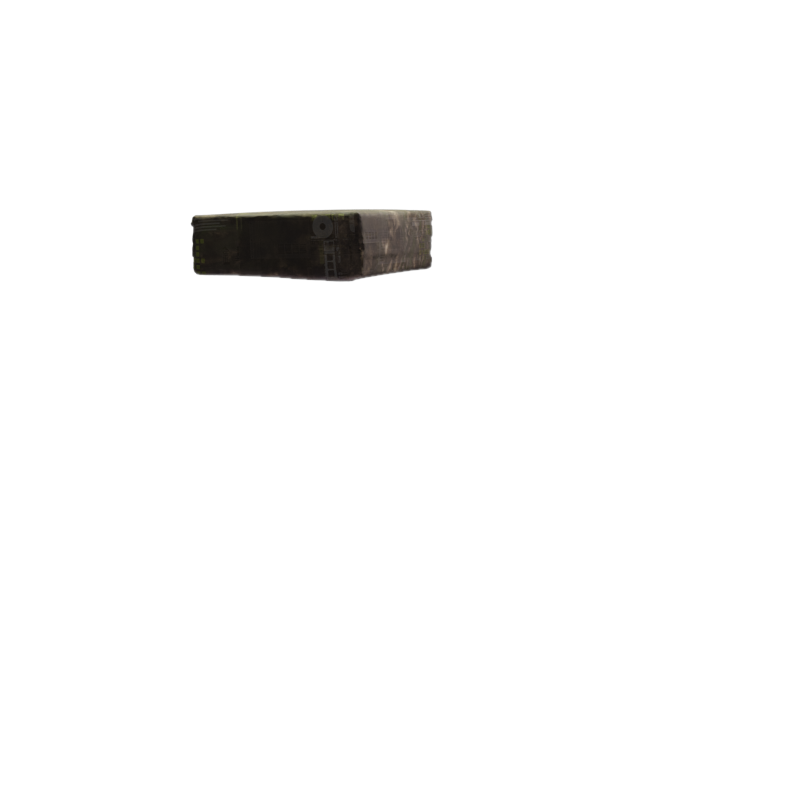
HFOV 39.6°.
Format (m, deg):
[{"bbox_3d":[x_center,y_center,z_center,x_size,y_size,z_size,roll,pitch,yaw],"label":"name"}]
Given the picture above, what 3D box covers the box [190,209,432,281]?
[{"bbox_3d":[-0.050,-0.092,0.642,0.118,0.038,0.088,6,12,29],"label":"box"}]
